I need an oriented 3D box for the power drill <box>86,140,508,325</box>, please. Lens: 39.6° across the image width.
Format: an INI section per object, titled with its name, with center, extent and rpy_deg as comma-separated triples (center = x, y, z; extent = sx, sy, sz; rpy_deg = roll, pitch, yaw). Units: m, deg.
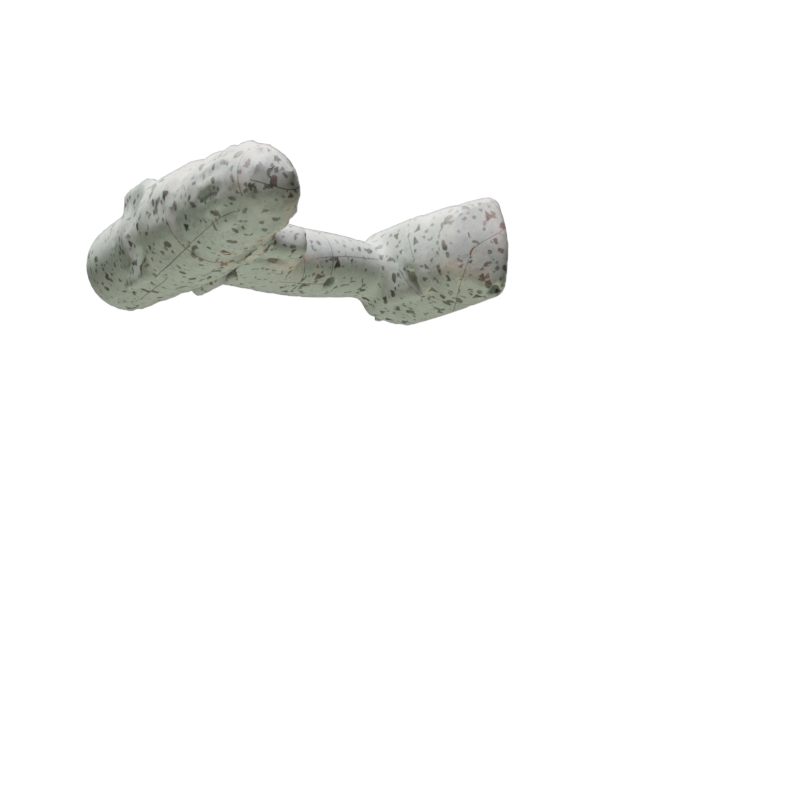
[power drill]
center = -0.043, -0.078, 0.544
extent = 0.180, 0.059, 0.187
rpy_deg = 3, -7, -31
